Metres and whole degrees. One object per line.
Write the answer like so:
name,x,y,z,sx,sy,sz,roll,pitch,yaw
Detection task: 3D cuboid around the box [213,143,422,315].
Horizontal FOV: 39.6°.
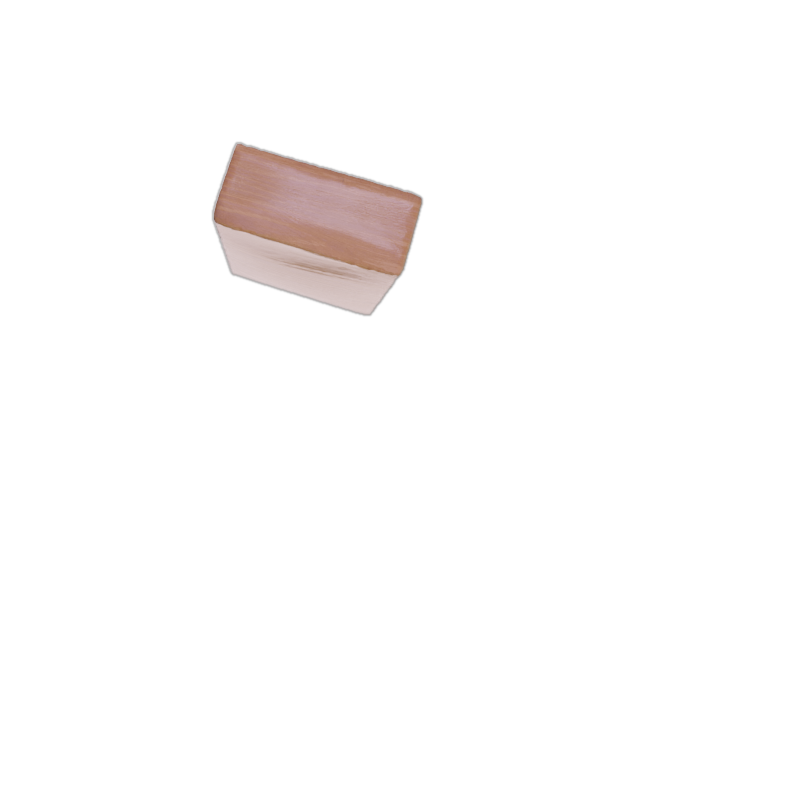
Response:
box,-0.046,-0.084,0.591,0.093,0.048,0.175,16,-1,-3
